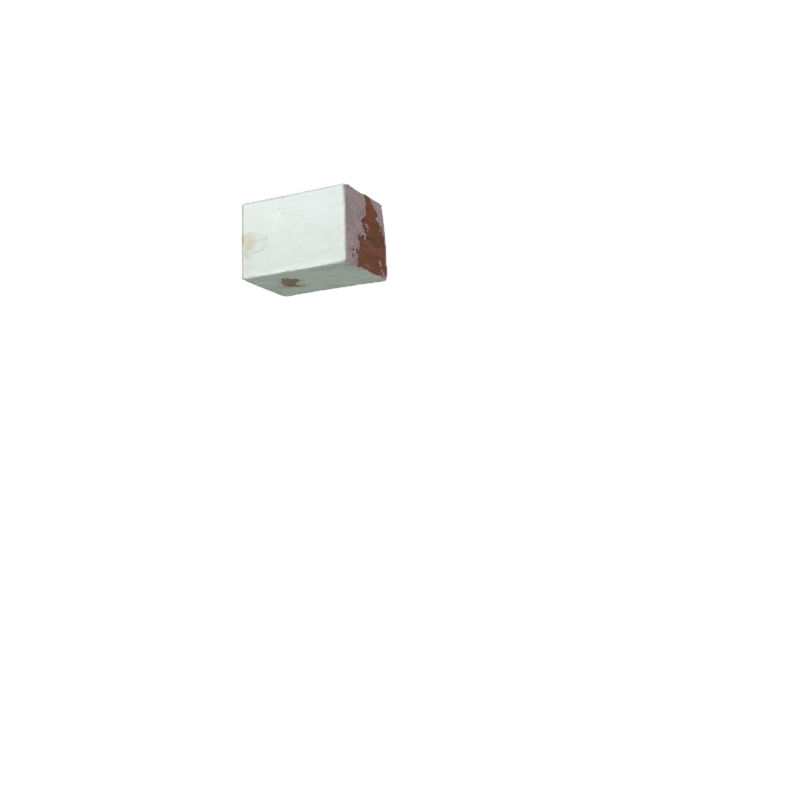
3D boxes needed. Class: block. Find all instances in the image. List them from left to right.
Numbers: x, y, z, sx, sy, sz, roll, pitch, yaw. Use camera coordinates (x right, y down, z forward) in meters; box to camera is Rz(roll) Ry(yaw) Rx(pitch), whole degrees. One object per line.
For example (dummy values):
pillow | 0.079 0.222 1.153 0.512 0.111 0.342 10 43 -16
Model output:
block | -0.055 -0.099 0.696 0.080 0.053 0.050 -7 -14 28
